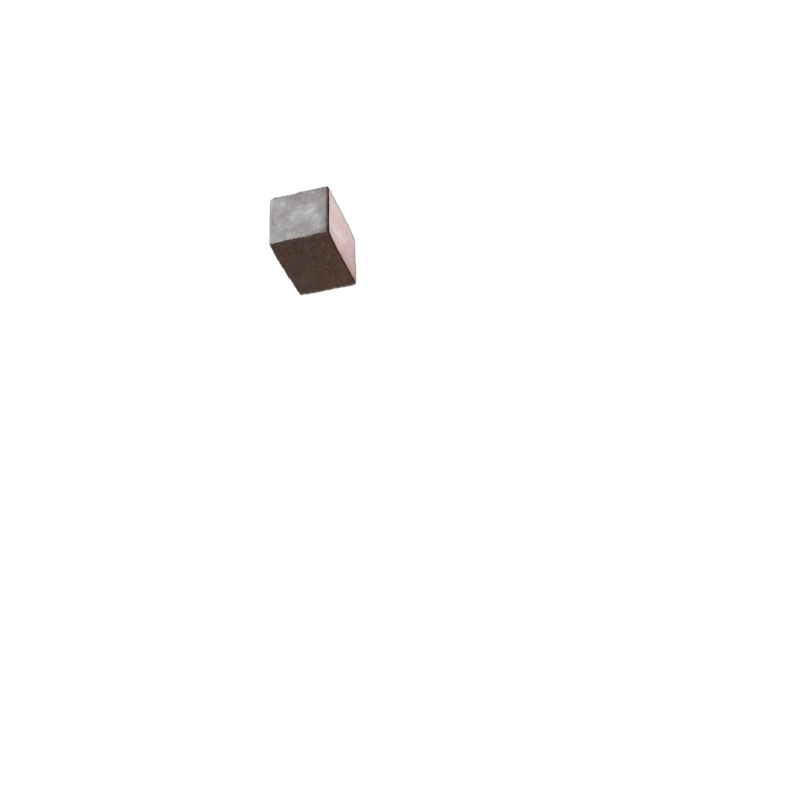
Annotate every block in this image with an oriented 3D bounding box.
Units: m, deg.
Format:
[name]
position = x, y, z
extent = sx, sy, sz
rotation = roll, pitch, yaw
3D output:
[block]
position = -0.073, -0.133, 0.931
extent = 0.053, 0.055, 0.072
rotation = -10, -35, 13
